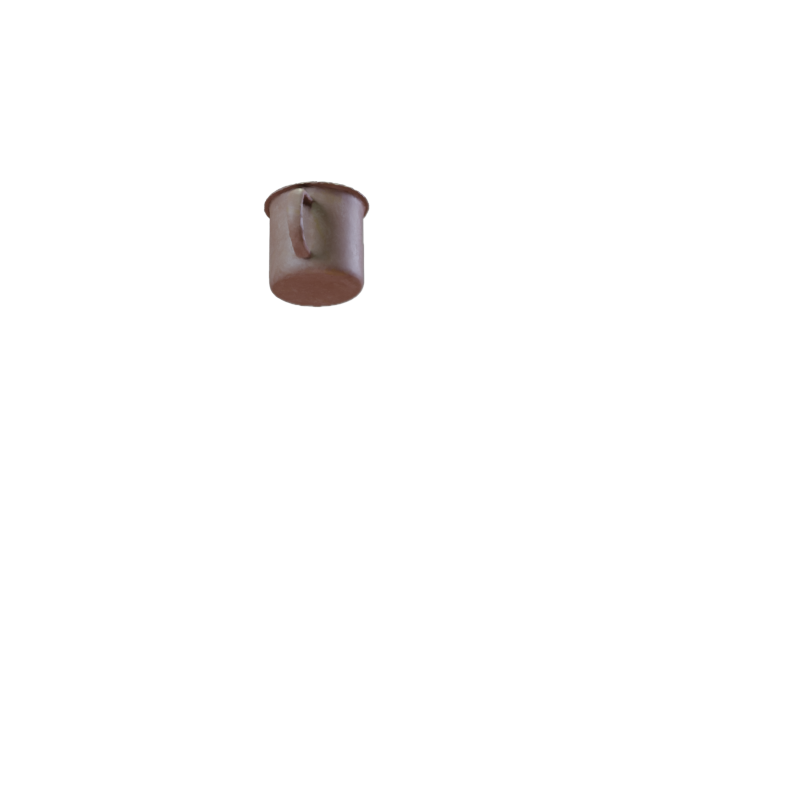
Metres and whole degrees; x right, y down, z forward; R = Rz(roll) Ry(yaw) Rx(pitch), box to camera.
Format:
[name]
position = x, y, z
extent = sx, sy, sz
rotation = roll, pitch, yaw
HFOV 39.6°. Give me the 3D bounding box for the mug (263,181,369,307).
[mug]
position = -0.074, -0.135, 0.948
extent = 0.094, 0.086, 0.110
rotation = -5, -22, 9
